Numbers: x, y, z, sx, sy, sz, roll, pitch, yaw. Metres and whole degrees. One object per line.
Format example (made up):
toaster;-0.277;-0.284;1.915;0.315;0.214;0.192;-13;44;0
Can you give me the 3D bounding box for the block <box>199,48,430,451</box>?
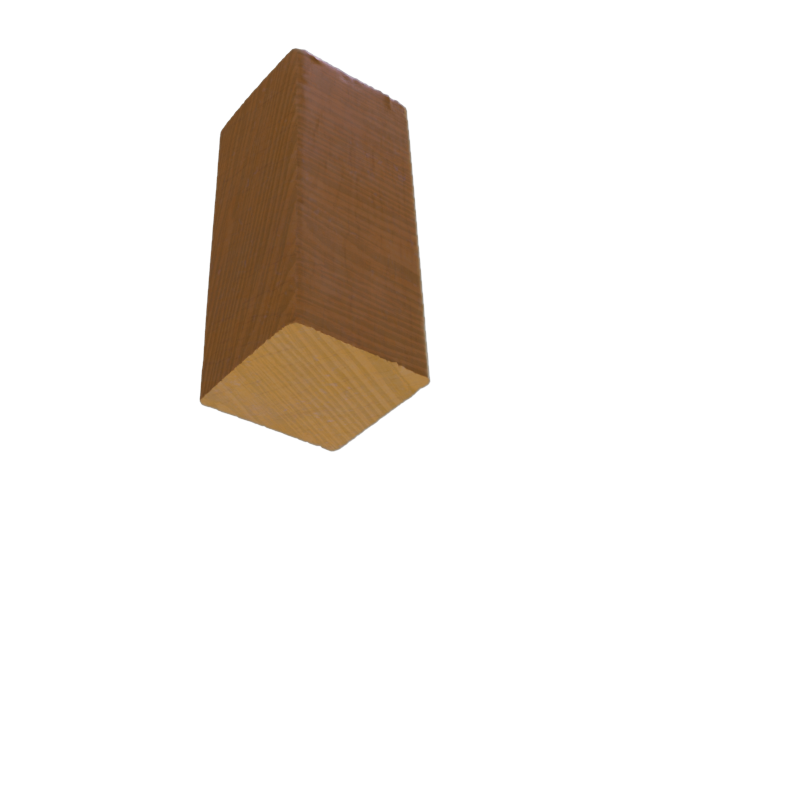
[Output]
block;-0.050;-0.092;0.639;0.086;0.221;0.089;23;-45;-30
